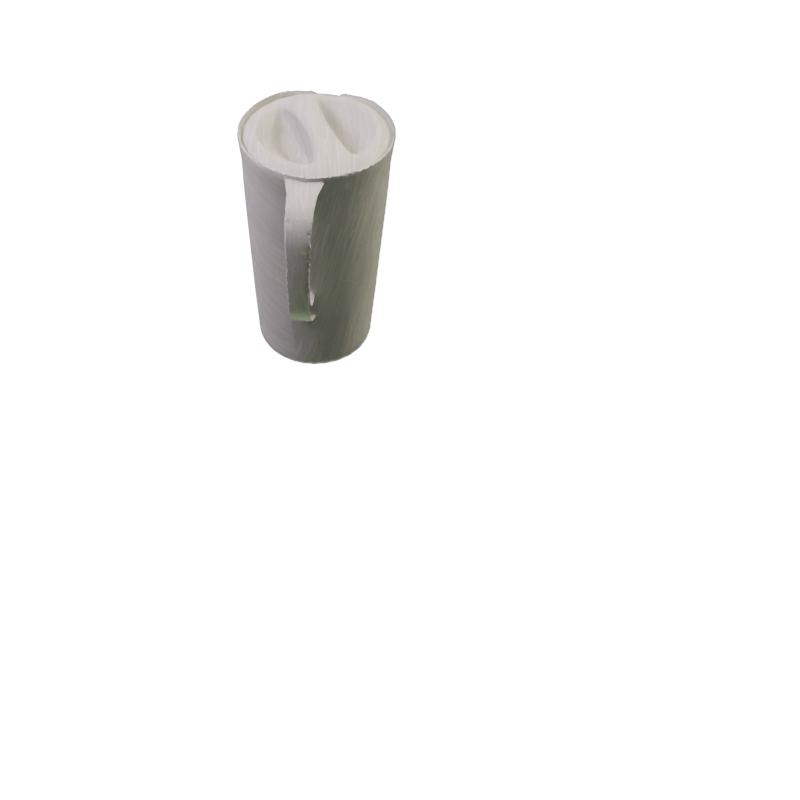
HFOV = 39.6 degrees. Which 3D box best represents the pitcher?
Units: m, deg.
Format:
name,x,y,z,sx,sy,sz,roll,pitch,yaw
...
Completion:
name,x,y,z,sx,sy,sz,roll,pitch,yaw
pitcher,-0.078,-0.142,0.998,0.149,0.226,0.156,-29,52,-29
